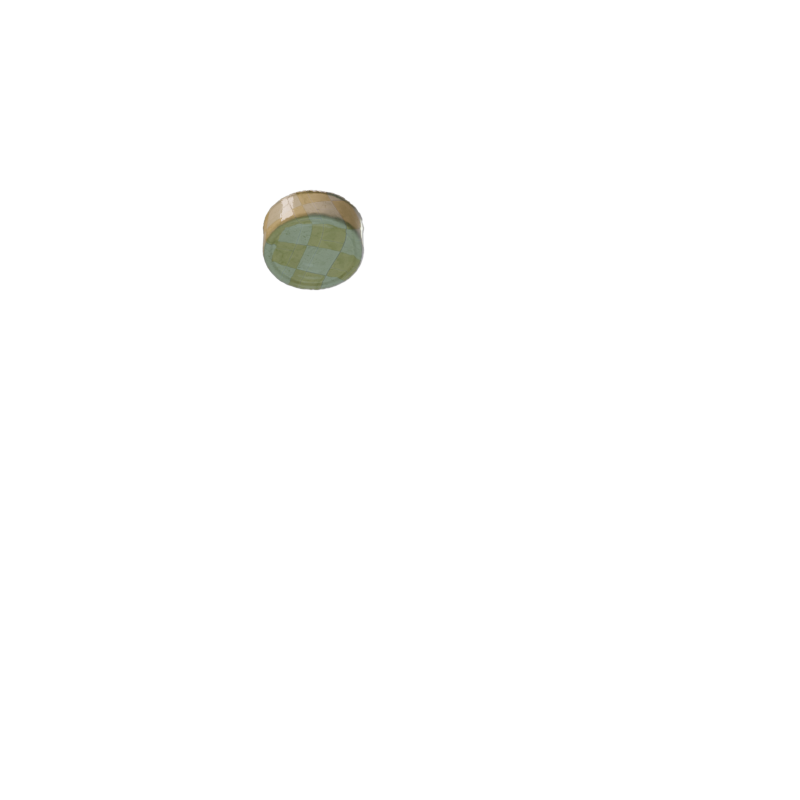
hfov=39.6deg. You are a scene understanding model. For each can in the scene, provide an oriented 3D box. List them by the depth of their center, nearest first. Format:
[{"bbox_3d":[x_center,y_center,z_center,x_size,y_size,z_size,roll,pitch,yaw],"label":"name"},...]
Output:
[{"bbox_3d":[-0.073,-0.133,0.929,0.086,0.036,0.080,1,-45,-1],"label":"can"}]
